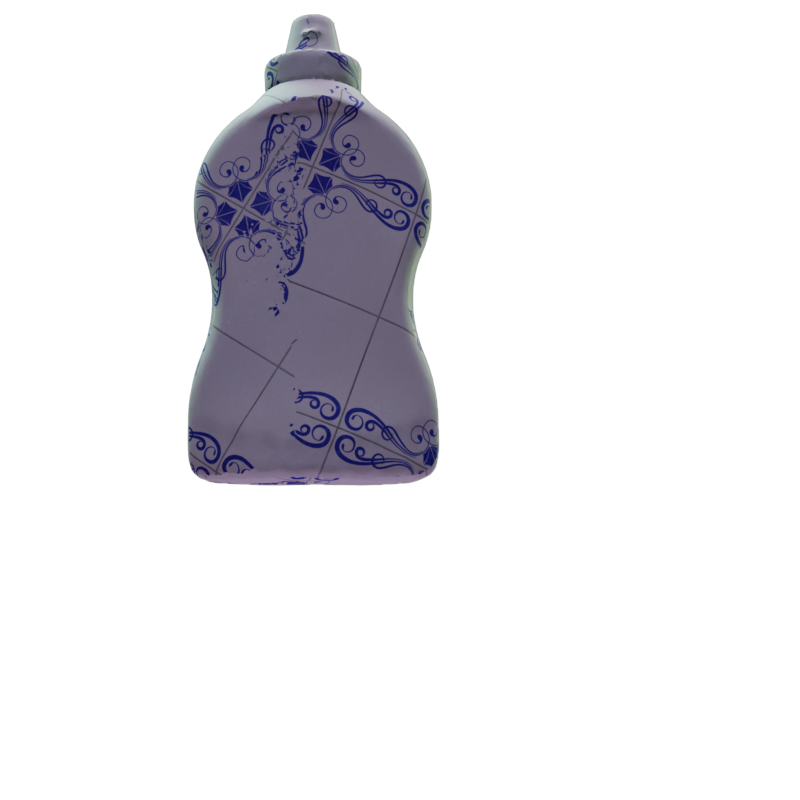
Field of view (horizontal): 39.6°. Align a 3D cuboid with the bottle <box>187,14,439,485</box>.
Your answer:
[{"bbox_3d":[-0.035,-0.064,0.448,0.096,0.198,0.056,-1,-13,0],"label":"bottle"}]
